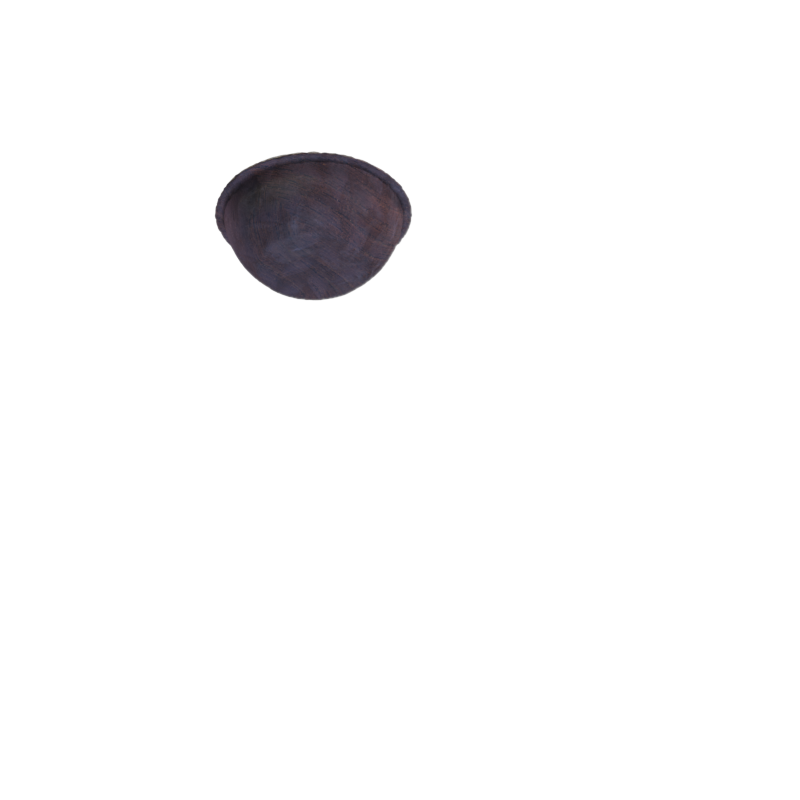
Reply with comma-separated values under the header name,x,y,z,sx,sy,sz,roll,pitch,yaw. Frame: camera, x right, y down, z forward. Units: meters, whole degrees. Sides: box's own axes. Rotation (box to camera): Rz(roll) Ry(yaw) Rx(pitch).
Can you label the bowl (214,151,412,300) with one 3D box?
name,x,y,z,sx,sy,sz,roll,pitch,yaw
bowl,-0.070,-0.128,0.898,0.162,0.059,0.152,1,-32,-2
